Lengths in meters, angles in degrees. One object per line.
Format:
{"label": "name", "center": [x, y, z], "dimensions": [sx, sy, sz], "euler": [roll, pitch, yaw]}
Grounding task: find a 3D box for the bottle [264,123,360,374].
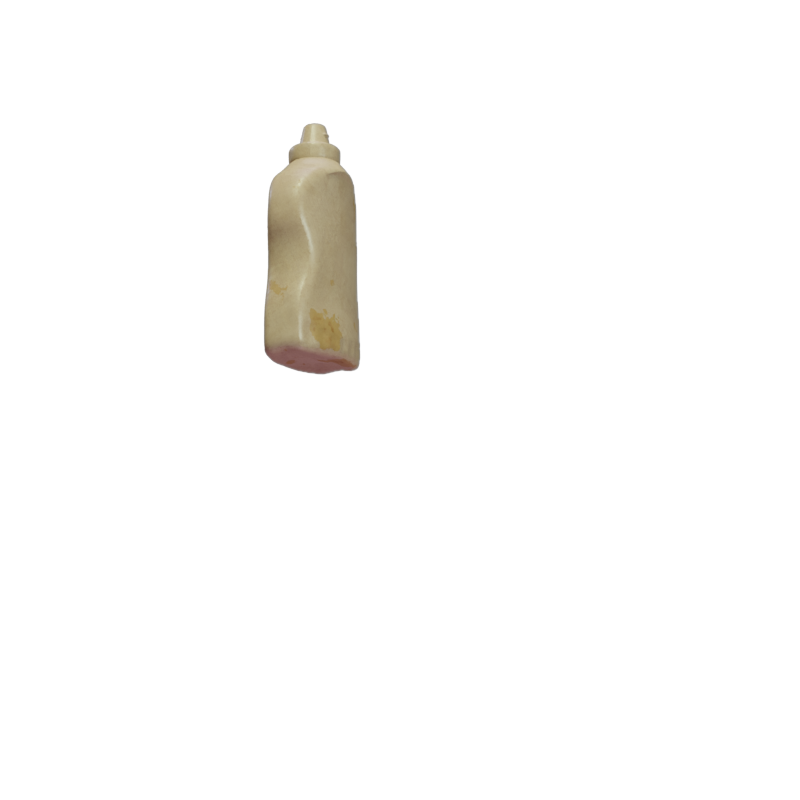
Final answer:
{"label": "bottle", "center": [-0.066, -0.122, 0.851], "dimensions": [0.060, 0.200, 0.090], "euler": [-10, -19, 27]}
